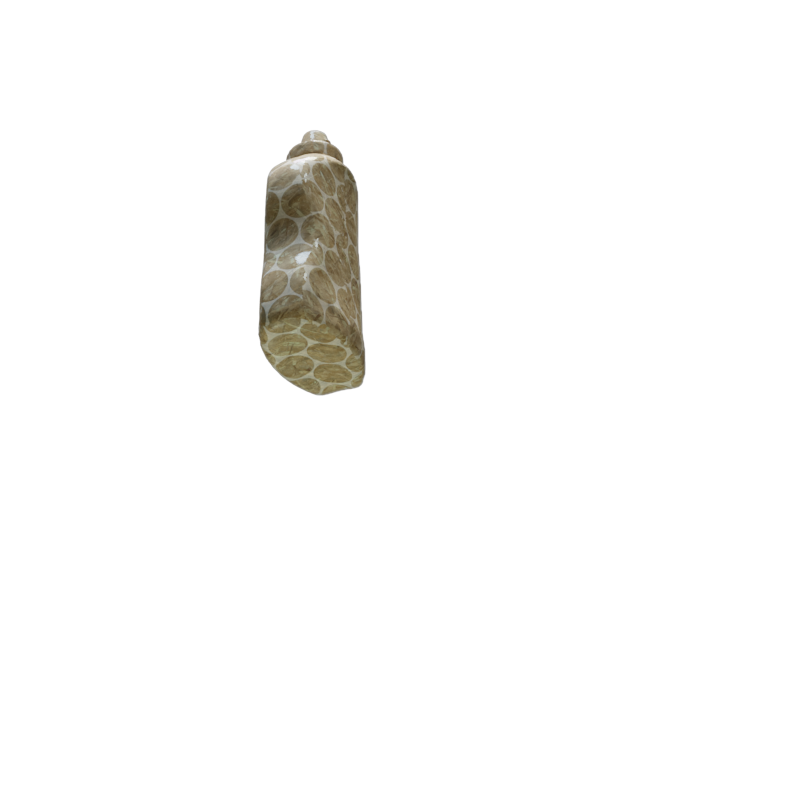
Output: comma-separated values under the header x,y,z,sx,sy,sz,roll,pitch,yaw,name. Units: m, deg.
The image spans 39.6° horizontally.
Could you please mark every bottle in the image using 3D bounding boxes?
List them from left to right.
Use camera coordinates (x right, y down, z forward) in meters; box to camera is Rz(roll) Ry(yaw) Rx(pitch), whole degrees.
x,y,z,sx,sy,sz,roll,pitch,yaw,name
-0.058,-0.107,0.749,0.059,0.205,0.089,-16,-37,18,bottle
